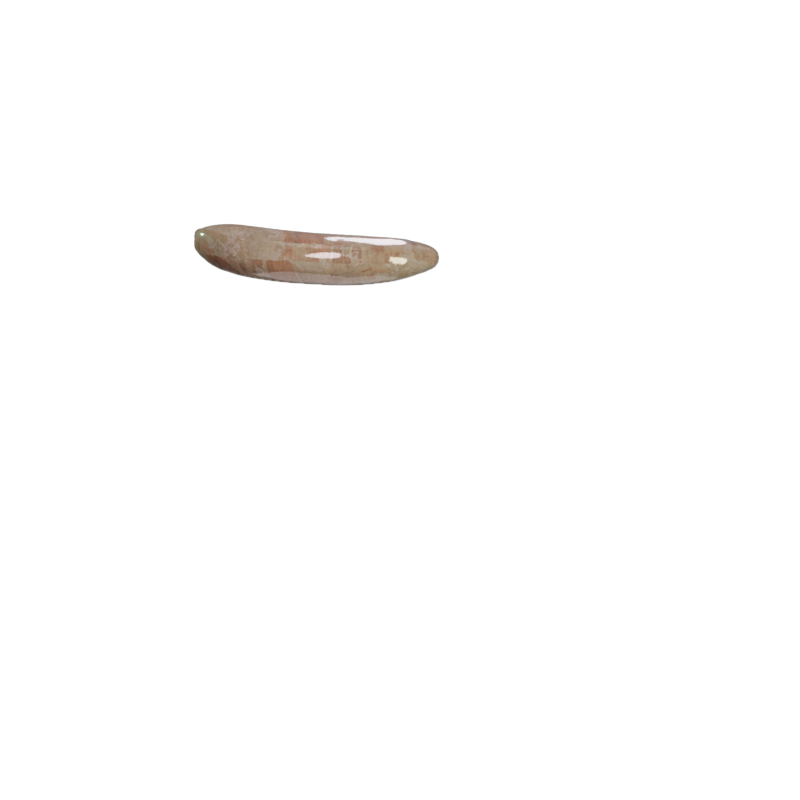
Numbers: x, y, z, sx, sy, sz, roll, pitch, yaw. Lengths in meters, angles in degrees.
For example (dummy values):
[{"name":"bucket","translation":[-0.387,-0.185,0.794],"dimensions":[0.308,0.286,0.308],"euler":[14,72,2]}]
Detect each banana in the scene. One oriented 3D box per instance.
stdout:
[{"name":"banana","translation":[-0.074,-0.111,0.822],"dimensions":[0.203,0.035,0.072],"euler":[9,29,16]}]
